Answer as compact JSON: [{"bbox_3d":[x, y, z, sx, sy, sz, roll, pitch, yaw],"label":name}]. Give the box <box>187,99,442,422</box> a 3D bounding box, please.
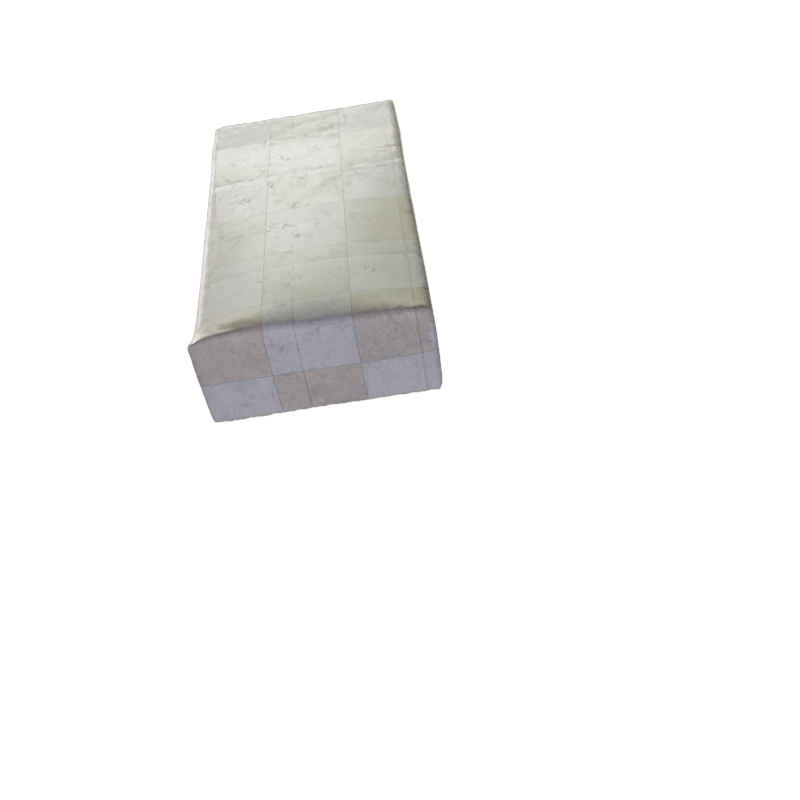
[{"bbox_3d":[-0.038,-0.069,0.487,0.094,0.045,0.188,-9,36,3],"label":"box"}]
